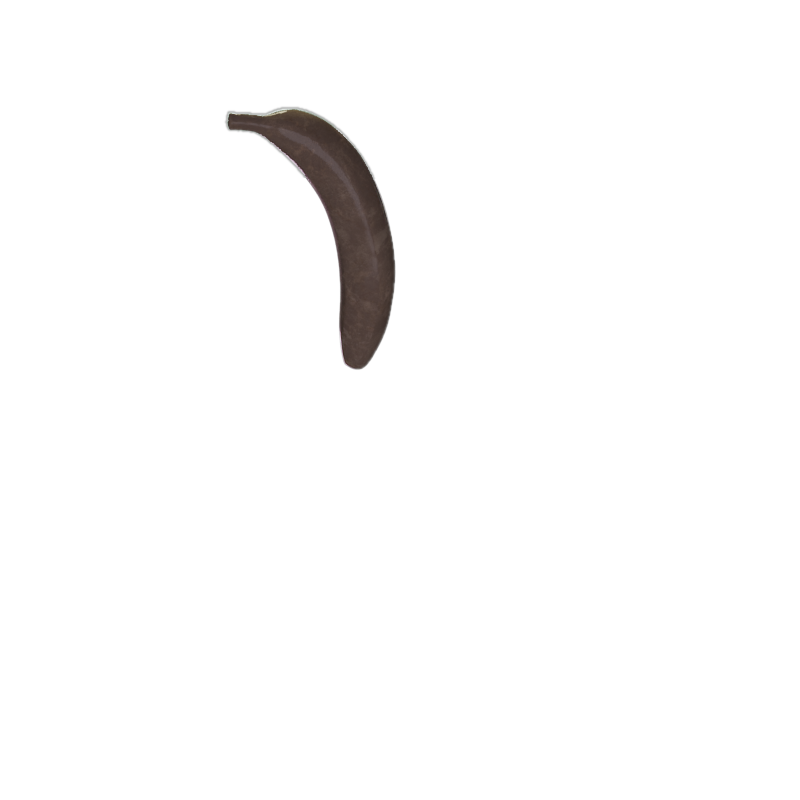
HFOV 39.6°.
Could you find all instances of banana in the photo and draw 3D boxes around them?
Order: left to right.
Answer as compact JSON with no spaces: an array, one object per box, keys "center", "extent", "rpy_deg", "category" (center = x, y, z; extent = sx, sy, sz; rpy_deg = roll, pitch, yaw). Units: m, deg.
[{"center":[-0.041,-0.114,0.723],"extent":[0.070,0.188,0.038],"rpy_deg":[-23,20,8],"category":"banana"}]
